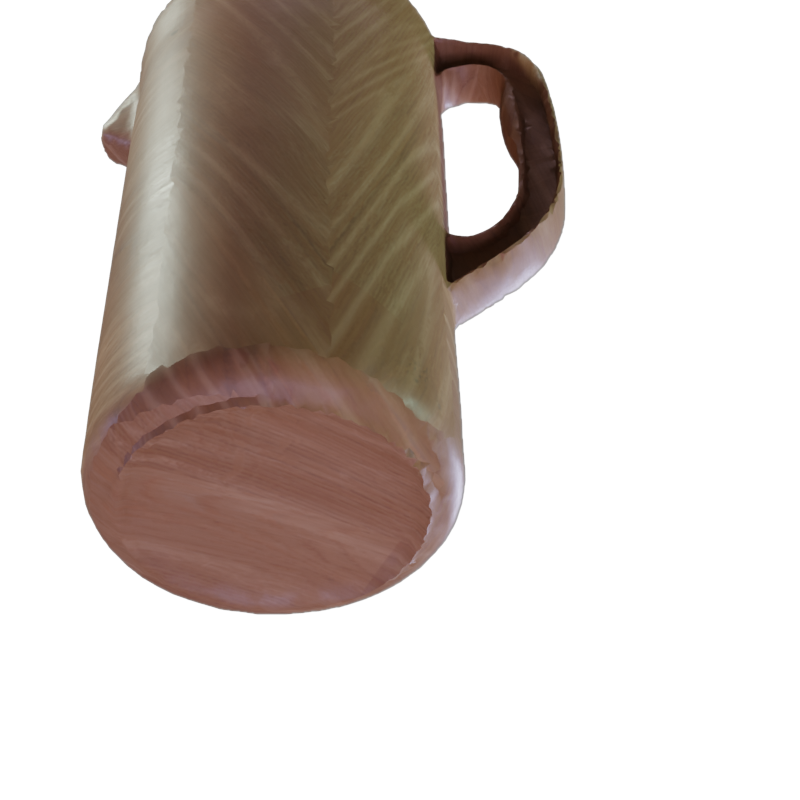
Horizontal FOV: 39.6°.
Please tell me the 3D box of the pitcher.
[{"bbox_3d":[-0.031,-0.057,0.397,0.138,0.261,0.146,27,-55,-25],"label":"pitcher"}]
